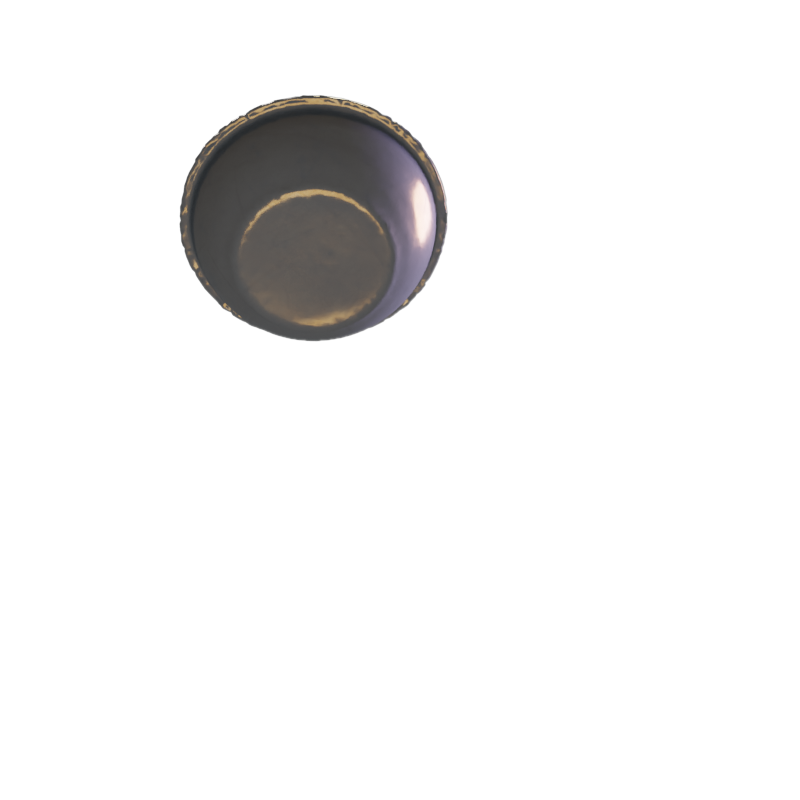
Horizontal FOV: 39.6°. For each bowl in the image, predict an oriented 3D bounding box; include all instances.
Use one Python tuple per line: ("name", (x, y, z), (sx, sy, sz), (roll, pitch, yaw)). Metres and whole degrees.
("bowl", (-0.050, -0.092, 0.645), (0.162, 0.153, 0.058), (1, 28, -1))
